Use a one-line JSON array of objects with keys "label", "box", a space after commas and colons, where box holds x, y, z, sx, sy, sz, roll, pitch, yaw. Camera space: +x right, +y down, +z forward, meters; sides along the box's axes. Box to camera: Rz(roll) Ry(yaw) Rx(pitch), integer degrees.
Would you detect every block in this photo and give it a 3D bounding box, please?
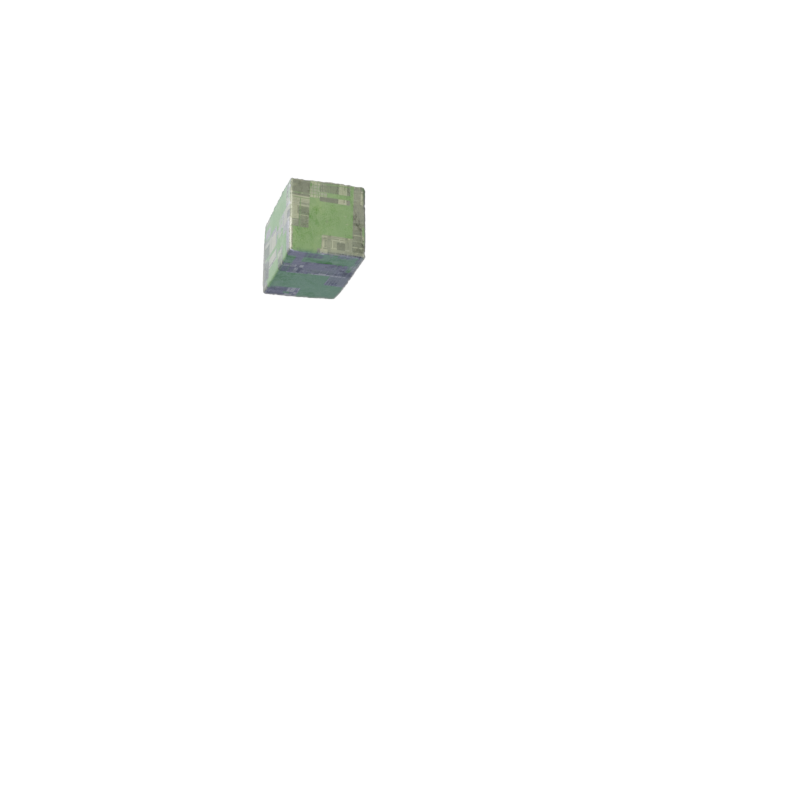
[{"label": "block", "box": [-0.058, -0.106, 0.742, 0.051, 0.054, 0.076, 6, -21, -17]}]
